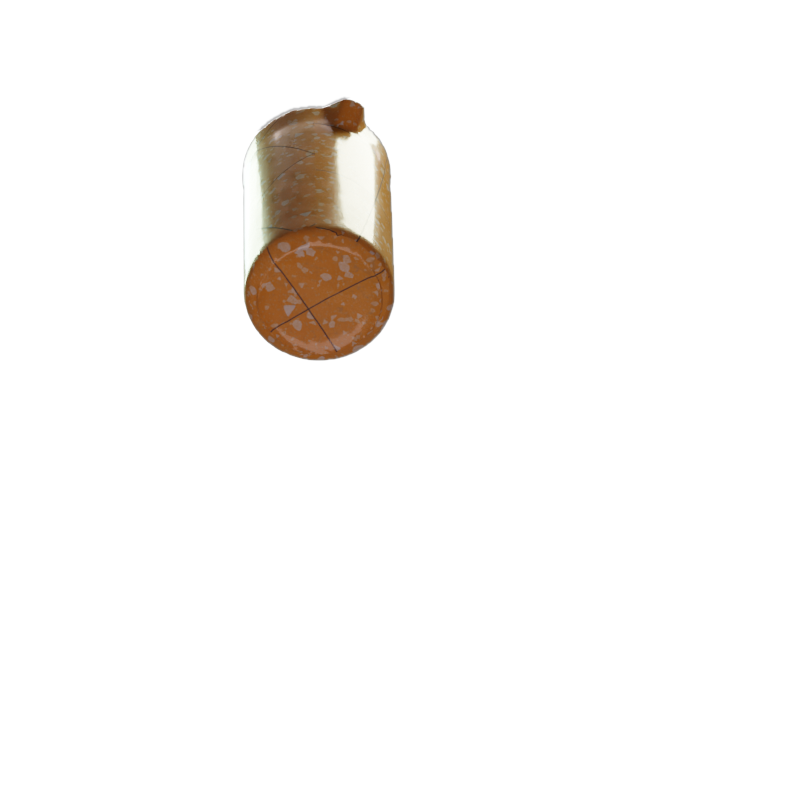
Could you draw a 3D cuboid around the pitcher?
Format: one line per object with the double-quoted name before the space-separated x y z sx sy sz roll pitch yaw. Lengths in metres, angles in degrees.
"pitcher" -0.070 -0.127 0.892 0.145 0.140 0.258 -18 30 7
